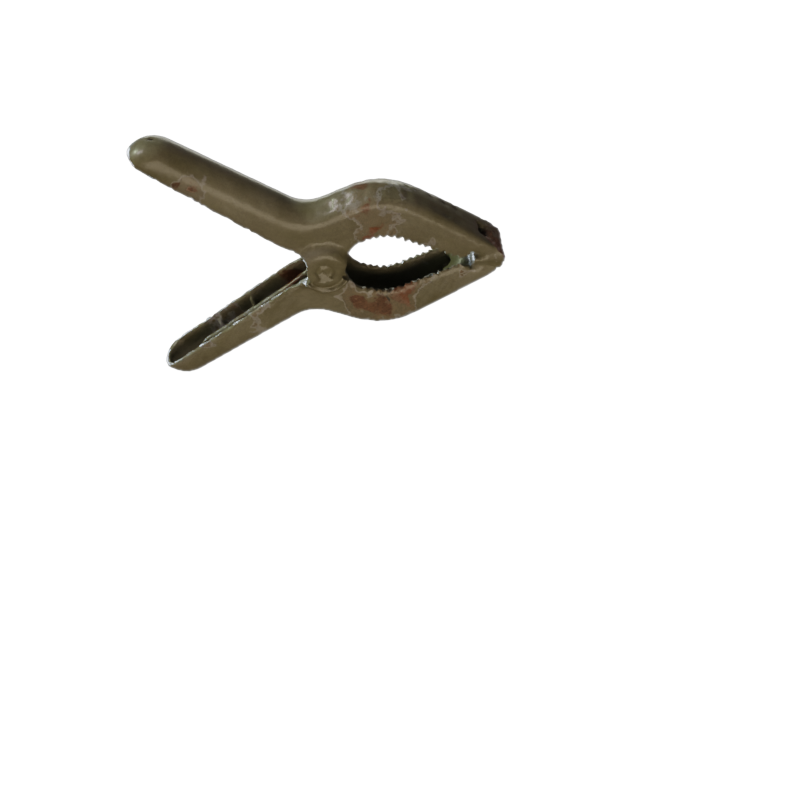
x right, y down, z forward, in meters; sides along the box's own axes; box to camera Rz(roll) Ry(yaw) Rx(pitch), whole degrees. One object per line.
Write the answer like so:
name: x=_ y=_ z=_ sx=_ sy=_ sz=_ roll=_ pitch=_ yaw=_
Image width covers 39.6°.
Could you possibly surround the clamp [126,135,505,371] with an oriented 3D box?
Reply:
clamp: x=-0.049 y=-0.089 z=0.626 sx=0.211 sy=0.152 sz=0.039 roll=-7 pitch=42 yaw=6
